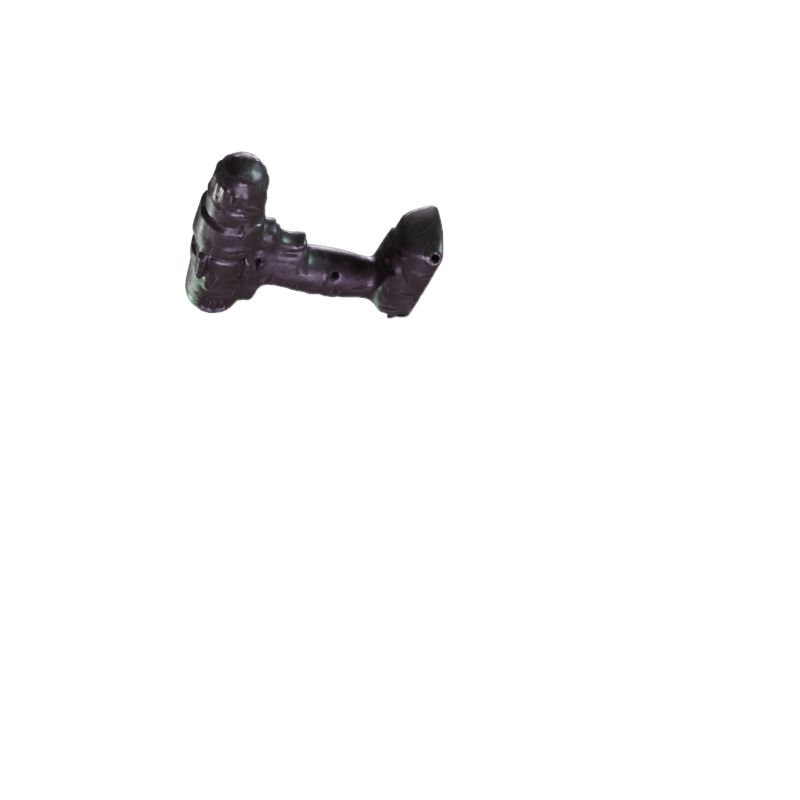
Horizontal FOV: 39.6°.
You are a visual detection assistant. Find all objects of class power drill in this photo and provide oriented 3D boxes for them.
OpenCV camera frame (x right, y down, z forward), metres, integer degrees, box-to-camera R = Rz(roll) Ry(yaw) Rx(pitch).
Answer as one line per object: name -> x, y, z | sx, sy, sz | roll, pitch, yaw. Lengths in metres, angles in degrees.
power drill -> -0.067, -0.121, 0.850 | 0.184, 0.061, 0.177 | 6, -26, -13
